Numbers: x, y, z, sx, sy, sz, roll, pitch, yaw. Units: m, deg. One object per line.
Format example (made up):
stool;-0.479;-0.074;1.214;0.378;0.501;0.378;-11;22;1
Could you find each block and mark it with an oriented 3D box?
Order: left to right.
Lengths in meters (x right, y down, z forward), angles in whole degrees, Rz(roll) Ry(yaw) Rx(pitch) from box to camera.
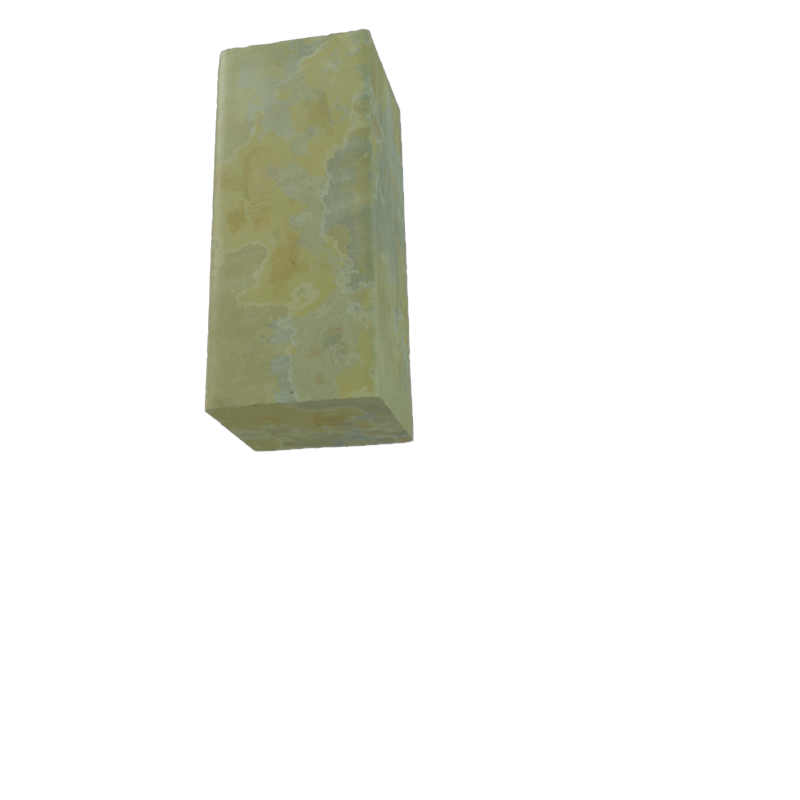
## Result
block;-0.048;-0.086;0.603;0.091;0.217;0.085;-6;-23;11
